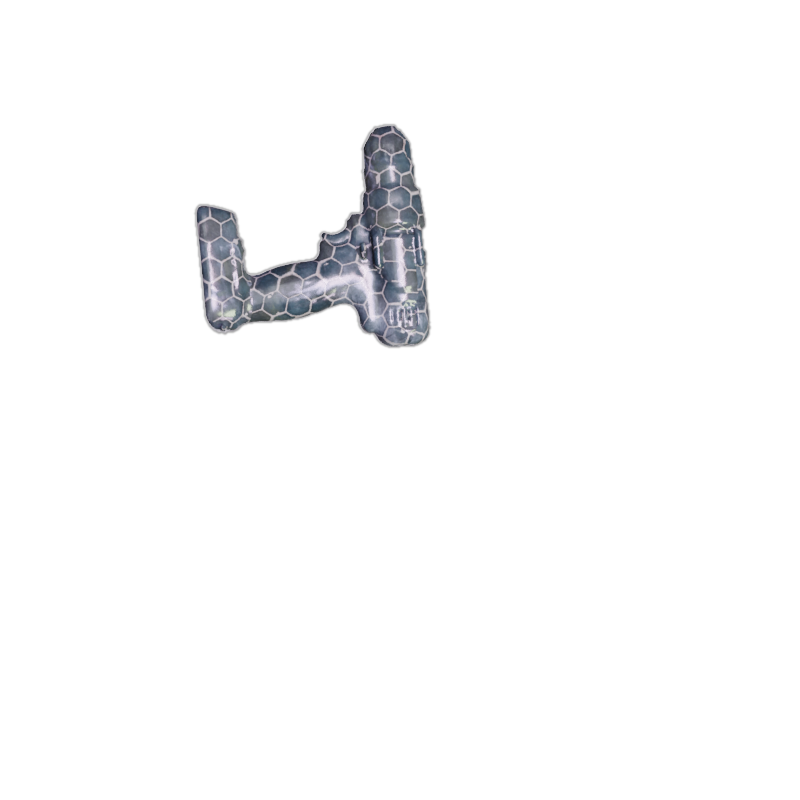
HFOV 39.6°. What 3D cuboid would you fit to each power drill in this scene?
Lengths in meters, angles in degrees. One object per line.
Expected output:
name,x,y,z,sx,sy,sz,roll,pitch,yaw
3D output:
power drill,-0.071,-0.130,0.913,0.187,0.189,0.056,-5,-8,-1
